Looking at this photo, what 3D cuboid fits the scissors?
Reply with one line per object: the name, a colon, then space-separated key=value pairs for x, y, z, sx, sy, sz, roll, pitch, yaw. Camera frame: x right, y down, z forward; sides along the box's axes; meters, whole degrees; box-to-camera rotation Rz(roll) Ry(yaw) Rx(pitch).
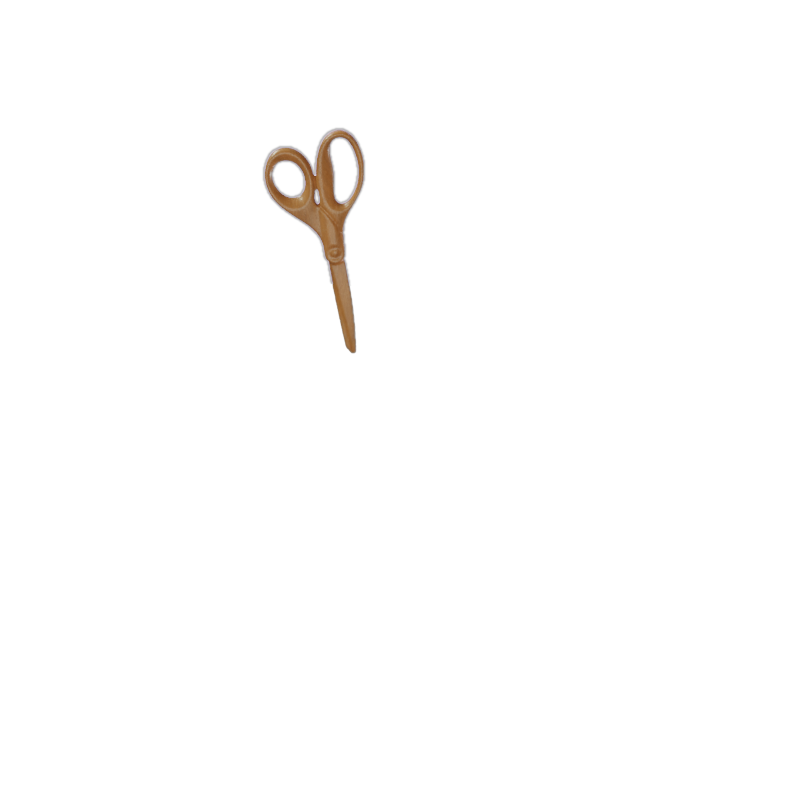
scissors: x=-0.077 y=-0.140 z=0.977 sx=0.096 sy=0.195 sz=0.016 roll=6 pitch=15 yaw=-2
